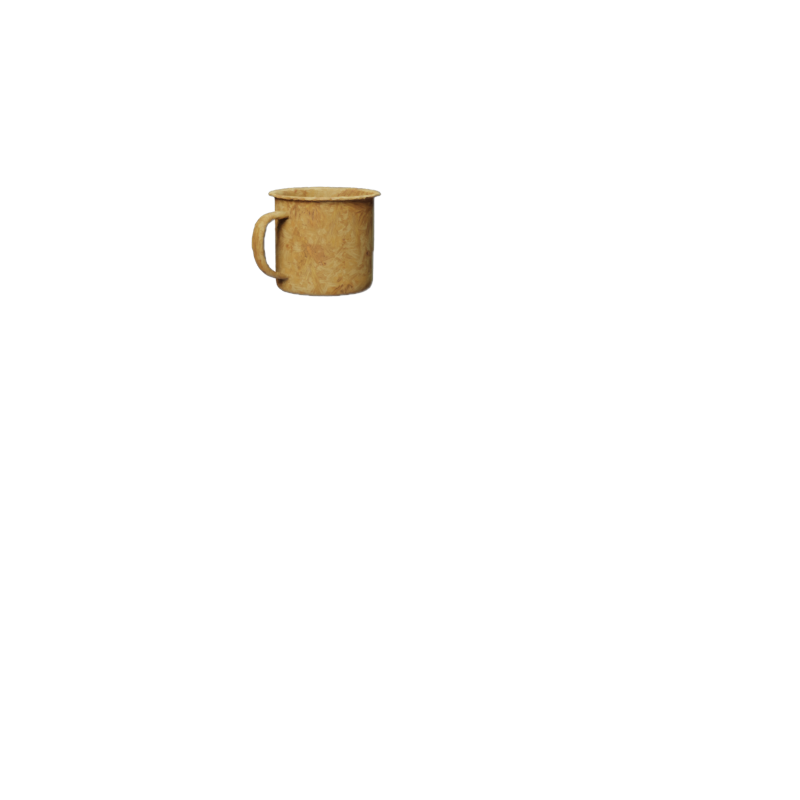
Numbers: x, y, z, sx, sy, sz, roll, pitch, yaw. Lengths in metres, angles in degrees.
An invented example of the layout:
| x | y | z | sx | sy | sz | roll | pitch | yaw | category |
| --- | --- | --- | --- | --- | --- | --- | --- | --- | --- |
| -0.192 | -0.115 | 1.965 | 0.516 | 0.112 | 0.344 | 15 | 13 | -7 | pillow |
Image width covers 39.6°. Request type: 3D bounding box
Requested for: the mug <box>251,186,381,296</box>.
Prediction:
| x | y | z | sx | sy | sz | roll | pitch | yaw | category |
| --- | --- | --- | --- | --- | --- | --- | --- | --- | --- |
| -0.071 | -0.130 | 0.912 | 0.114 | 0.079 | 0.098 | -12 | 18 | -41 | mug |
